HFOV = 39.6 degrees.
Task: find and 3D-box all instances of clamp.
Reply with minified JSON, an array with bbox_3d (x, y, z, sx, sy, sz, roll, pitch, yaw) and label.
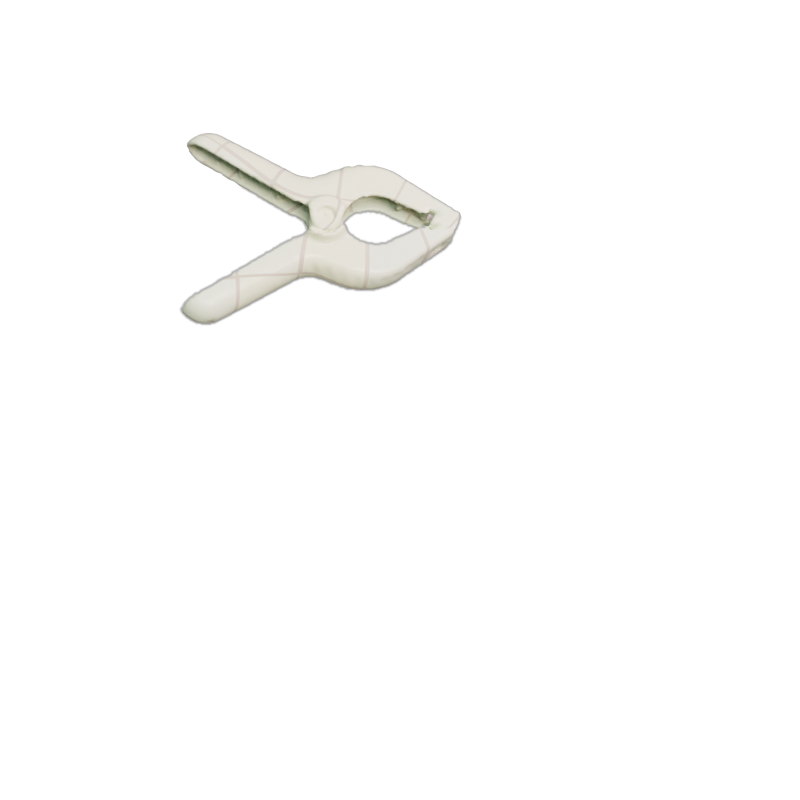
[{"bbox_3d":[-0.052,-0.095,0.665,0.172,0.124,0.038,7,-15,2],"label":"clamp"}]
